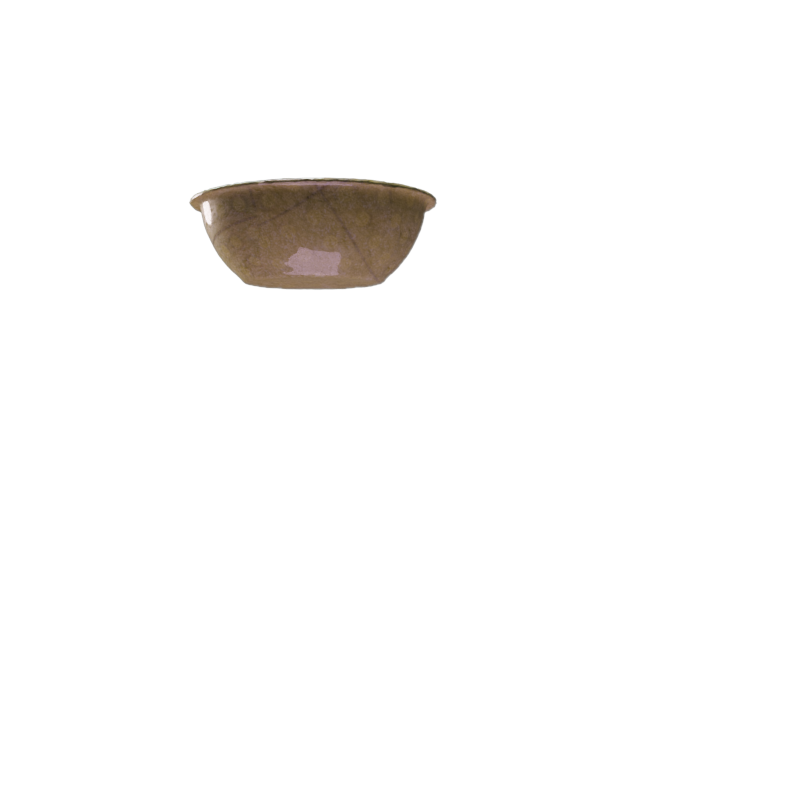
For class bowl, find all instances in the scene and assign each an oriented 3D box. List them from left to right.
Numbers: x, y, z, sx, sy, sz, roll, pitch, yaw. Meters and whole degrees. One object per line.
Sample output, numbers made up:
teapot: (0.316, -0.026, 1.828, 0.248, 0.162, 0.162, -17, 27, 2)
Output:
bowl: (-0.057, -0.103, 0.723, 0.162, 0.056, 0.161, 0, 0, -2)
